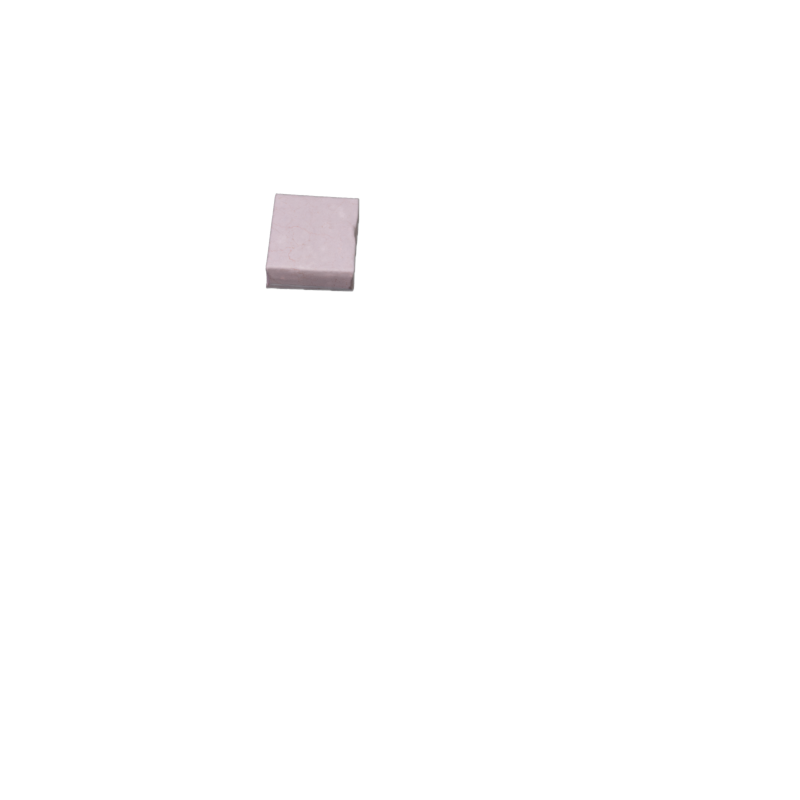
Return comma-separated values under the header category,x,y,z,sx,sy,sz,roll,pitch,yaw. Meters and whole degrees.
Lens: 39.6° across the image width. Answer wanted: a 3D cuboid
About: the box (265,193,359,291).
category,x,y,z,sx,sy,sz,roll,pitch,yaw
box,-0.073,-0.132,0.927,0.073,0.095,0.028,2,-40,1
